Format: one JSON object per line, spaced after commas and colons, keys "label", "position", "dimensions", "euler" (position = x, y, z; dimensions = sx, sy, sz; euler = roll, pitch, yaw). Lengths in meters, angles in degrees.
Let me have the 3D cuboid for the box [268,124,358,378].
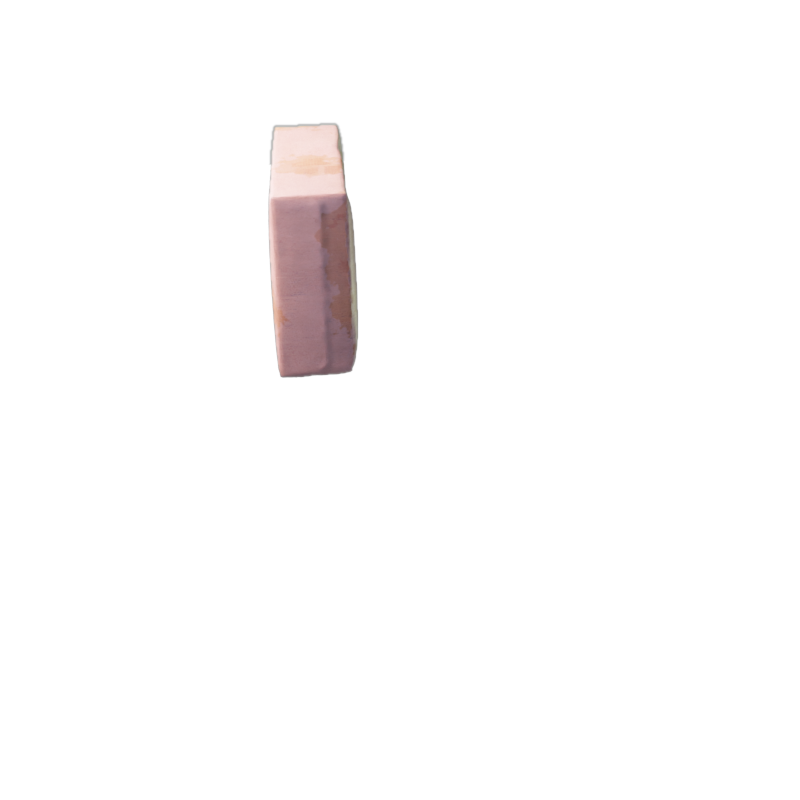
{"label": "box", "position": [-0.078, -0.143, 0.999], "dimensions": [0.072, 0.156, 0.226], "euler": [-3, 26, -3]}
